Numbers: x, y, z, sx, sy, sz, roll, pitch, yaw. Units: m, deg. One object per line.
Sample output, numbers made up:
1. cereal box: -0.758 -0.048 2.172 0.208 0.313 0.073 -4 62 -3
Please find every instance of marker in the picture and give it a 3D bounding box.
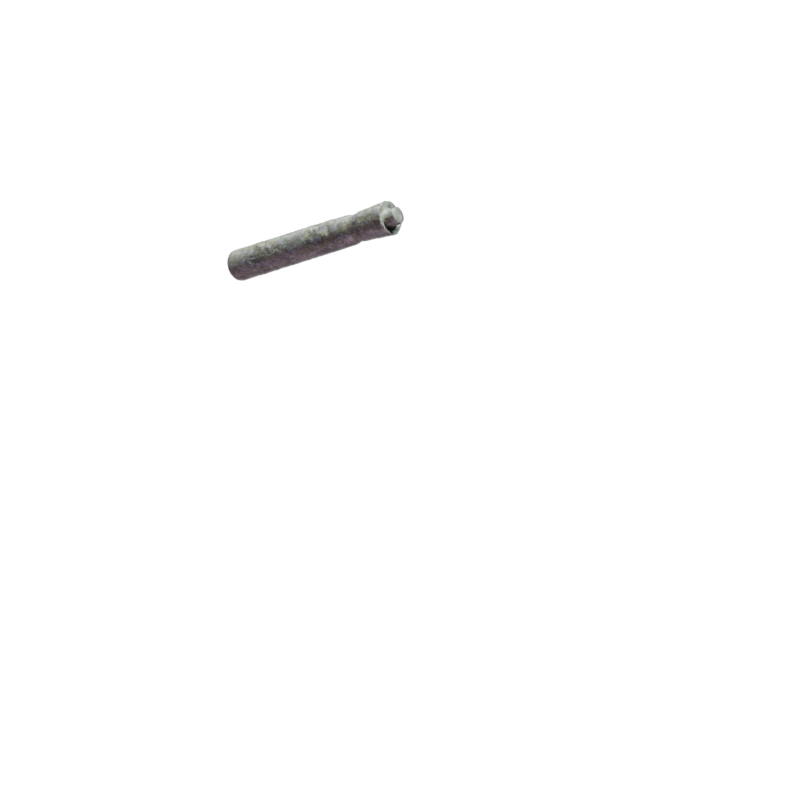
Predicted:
1. marker: -0.048 -0.088 0.617 0.123 0.020 0.019 -11 -4 38
